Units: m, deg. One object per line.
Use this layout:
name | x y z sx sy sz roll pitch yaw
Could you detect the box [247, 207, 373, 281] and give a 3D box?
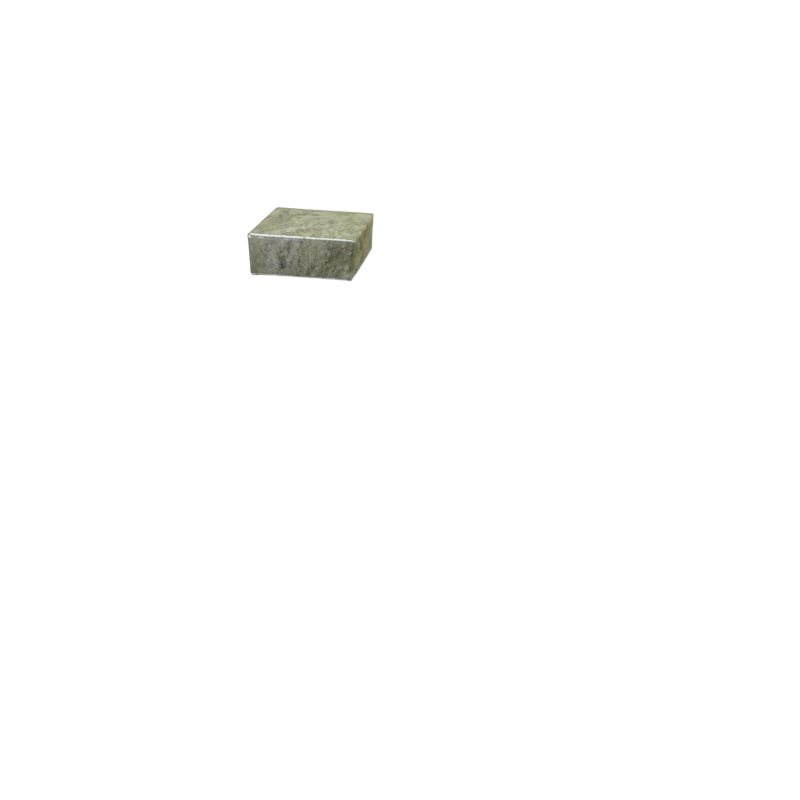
box | -0.074 -0.135 0.947 0.091 0.037 0.117 3 22 7
